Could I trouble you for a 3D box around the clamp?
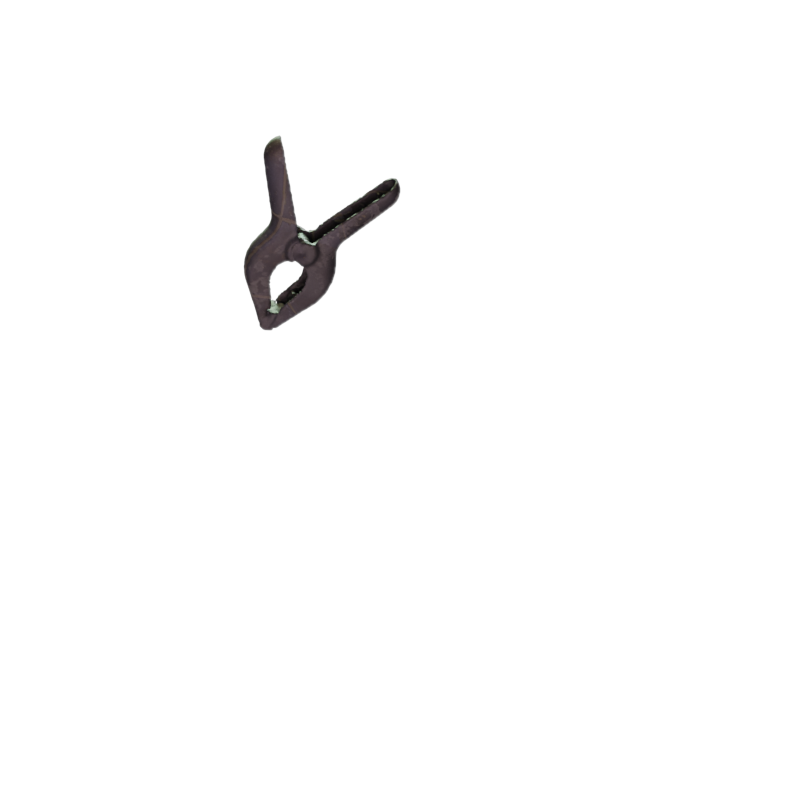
[{"bbox_3d":[-0.074,-0.135,0.947,0.118,0.164,0.042,14,27,-8],"label":"clamp"}]
